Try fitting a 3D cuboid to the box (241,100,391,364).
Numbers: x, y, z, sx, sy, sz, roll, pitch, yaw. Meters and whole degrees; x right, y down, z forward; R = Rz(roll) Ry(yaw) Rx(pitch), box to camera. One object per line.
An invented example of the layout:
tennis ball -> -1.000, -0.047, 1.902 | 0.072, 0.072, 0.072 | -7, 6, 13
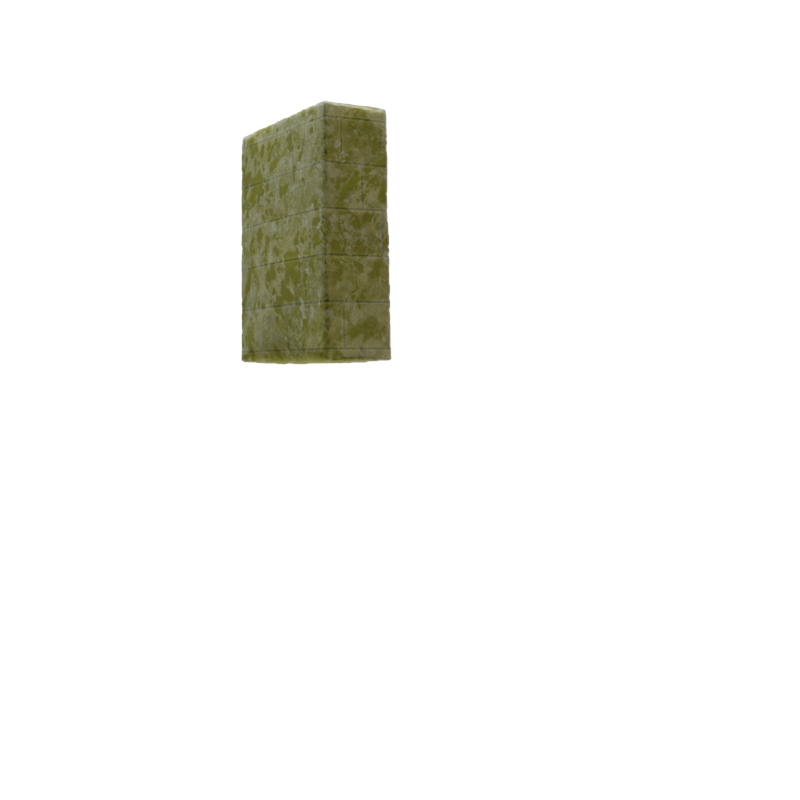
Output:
box -> -0.077, -0.140, 0.978 | 0.069, 0.217, 0.168 | 3, -5, -32
